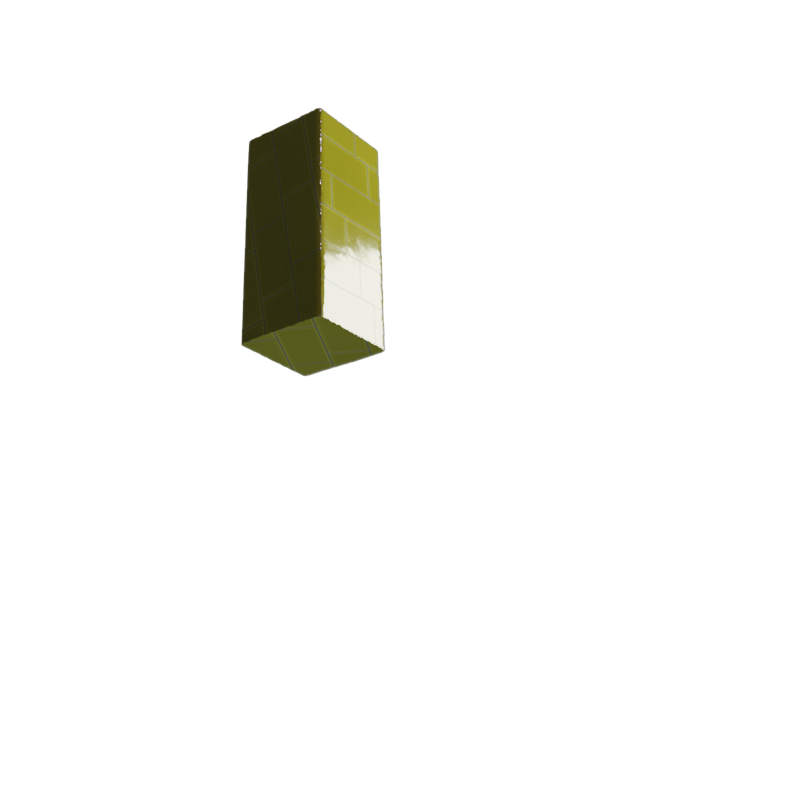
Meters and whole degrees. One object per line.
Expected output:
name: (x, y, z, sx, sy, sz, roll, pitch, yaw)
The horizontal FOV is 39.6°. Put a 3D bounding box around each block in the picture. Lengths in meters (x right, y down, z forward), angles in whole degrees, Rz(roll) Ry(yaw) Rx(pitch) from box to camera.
block: (-0.077, -0.140, 0.980, 0.091, 0.219, 0.084, -20, -33, 31)
